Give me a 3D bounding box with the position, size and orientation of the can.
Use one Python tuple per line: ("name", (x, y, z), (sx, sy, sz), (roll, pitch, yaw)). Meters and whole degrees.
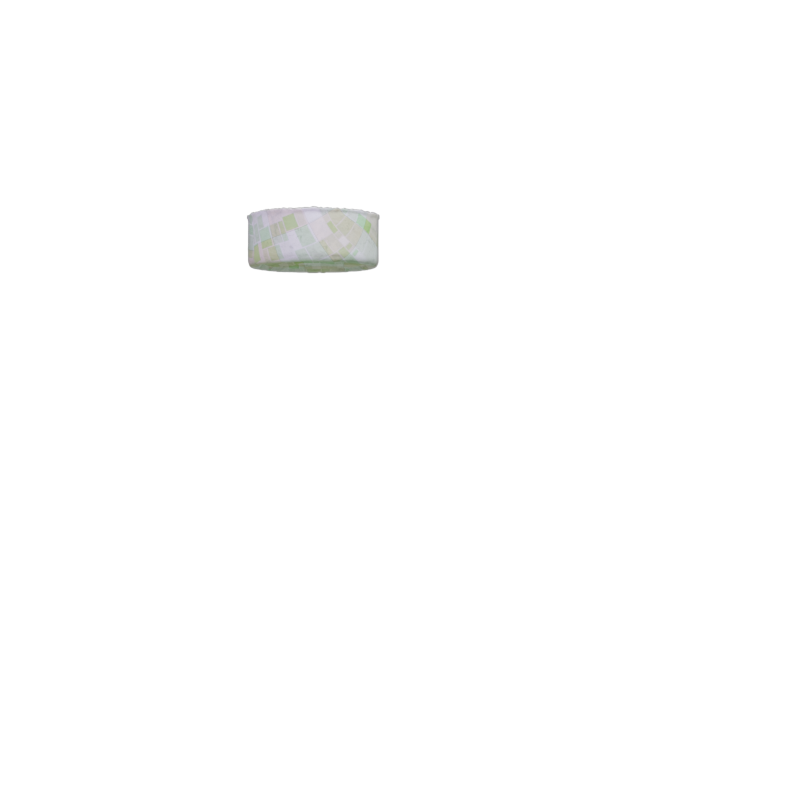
("can", (-0.056, -0.102, 0.714), (0.086, 0.034, 0.085), (0, 0, -2))
